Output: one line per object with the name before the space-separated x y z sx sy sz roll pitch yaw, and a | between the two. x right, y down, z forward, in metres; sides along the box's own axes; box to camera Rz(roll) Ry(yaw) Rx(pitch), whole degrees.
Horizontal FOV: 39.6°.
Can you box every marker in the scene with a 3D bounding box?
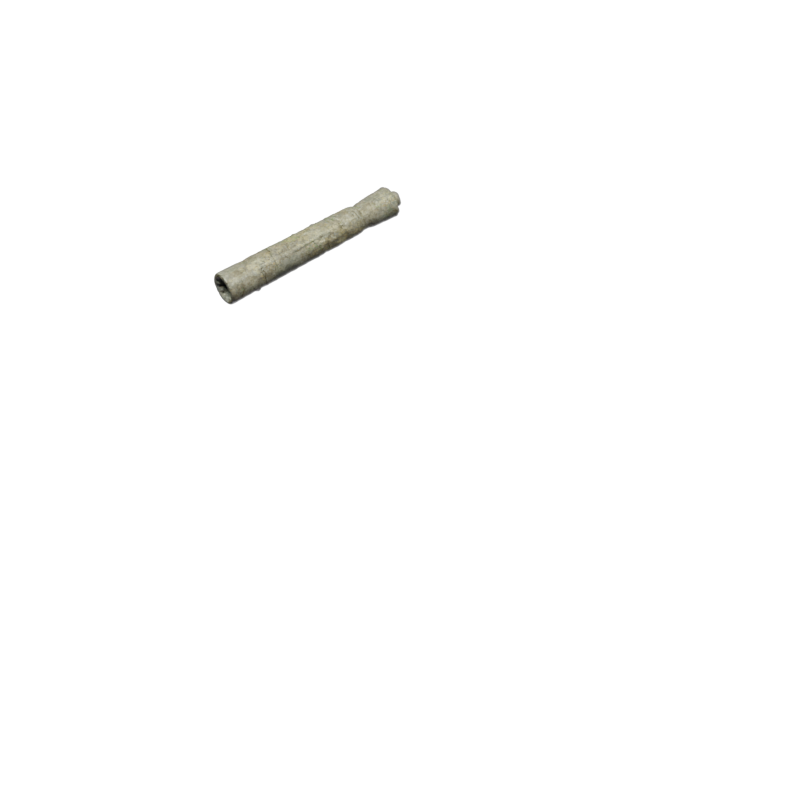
marker | -0.048 -0.088 0.618 0.121 0.019 0.020 -32 19 -25
